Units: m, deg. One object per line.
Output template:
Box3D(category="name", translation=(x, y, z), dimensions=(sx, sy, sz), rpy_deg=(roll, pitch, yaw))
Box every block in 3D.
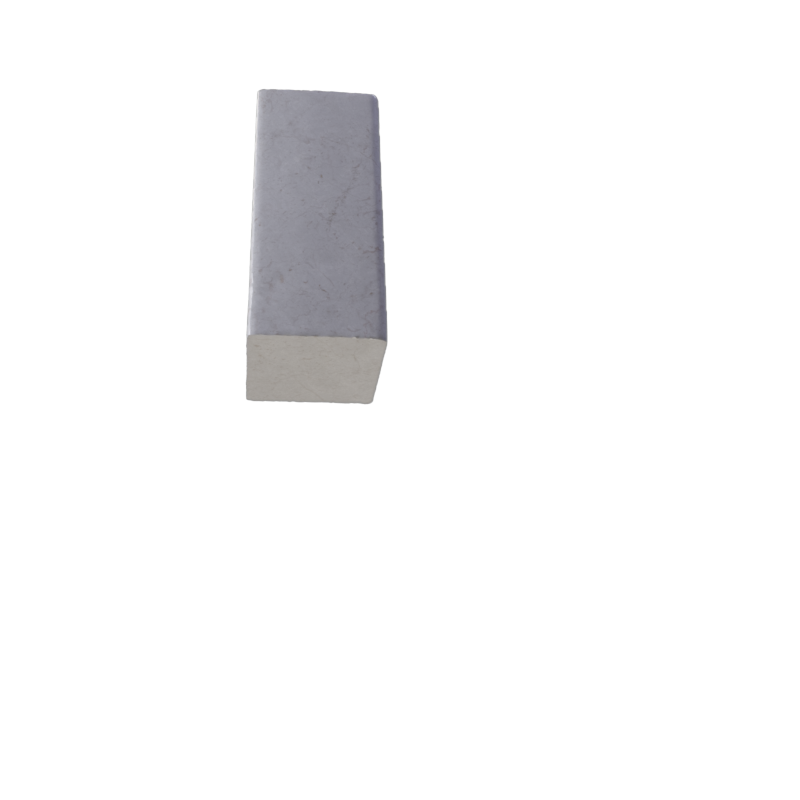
Box3D(category="block", translation=(-0.060, -0.111, 0.780), dimensions=(0.089, 0.220, 0.085), rpy_deg=(1, -32, -6))
